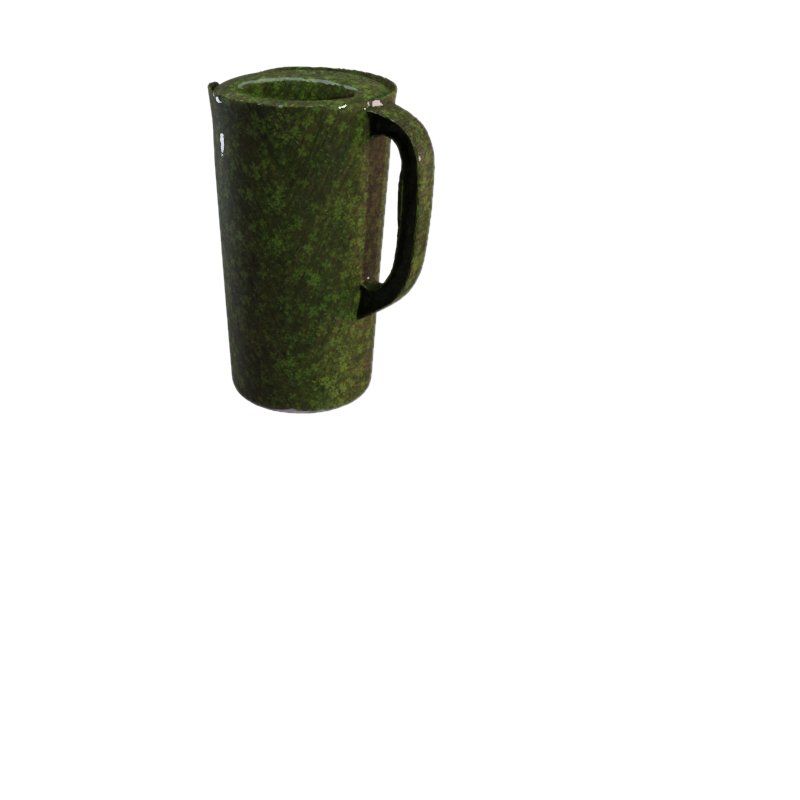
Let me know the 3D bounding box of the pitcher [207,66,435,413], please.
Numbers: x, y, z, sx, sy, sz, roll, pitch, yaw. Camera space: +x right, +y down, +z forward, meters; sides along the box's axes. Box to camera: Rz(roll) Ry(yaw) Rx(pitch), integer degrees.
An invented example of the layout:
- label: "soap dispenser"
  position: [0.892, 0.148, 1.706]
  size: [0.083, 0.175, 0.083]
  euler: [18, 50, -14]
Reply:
- label: "pitcher"
  position: [-0.063, -0.115, 0.807]
  size: [0.143, 0.232, 0.158]
  euler: [-3, 23, -10]
